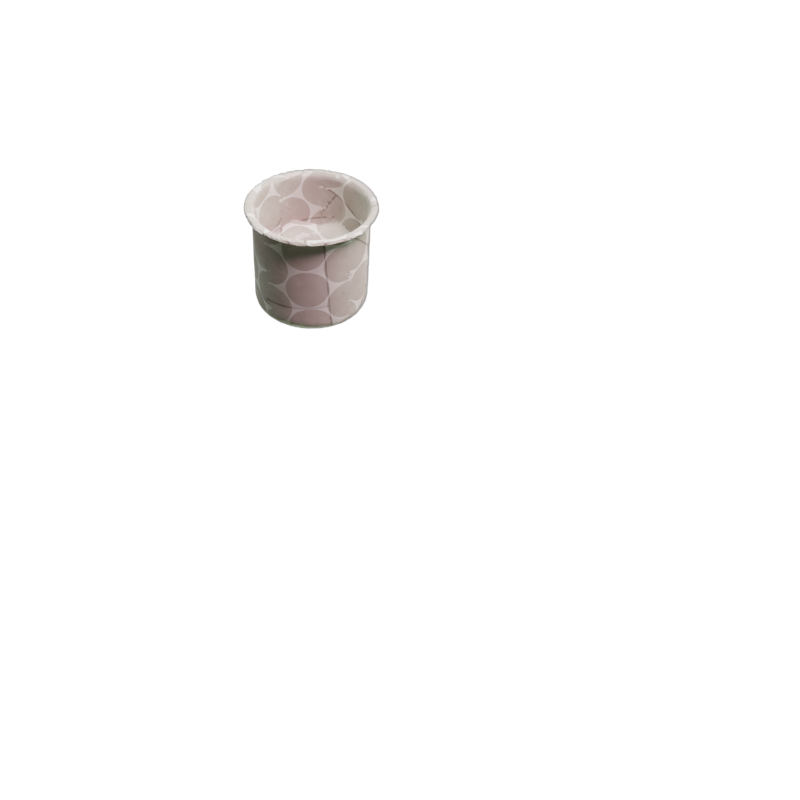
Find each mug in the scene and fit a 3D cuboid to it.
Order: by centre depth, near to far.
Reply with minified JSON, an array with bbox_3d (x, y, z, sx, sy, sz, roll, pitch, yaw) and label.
[{"bbox_3d":[-0.062,-0.113,0.793,0.094,0.076,0.125,3,40,2],"label":"mug"}]
